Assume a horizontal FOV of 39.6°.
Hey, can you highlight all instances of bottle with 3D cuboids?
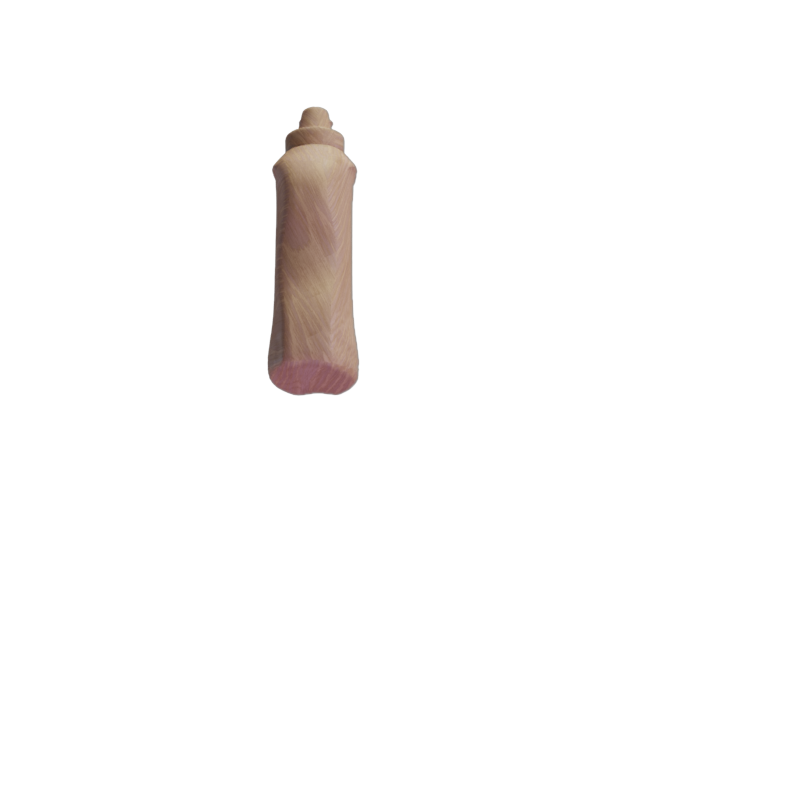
[{"bbox_3d":[-0.057,-0.105,0.735,0.059,0.200,0.091,-2,-18,2],"label":"bottle"}]
